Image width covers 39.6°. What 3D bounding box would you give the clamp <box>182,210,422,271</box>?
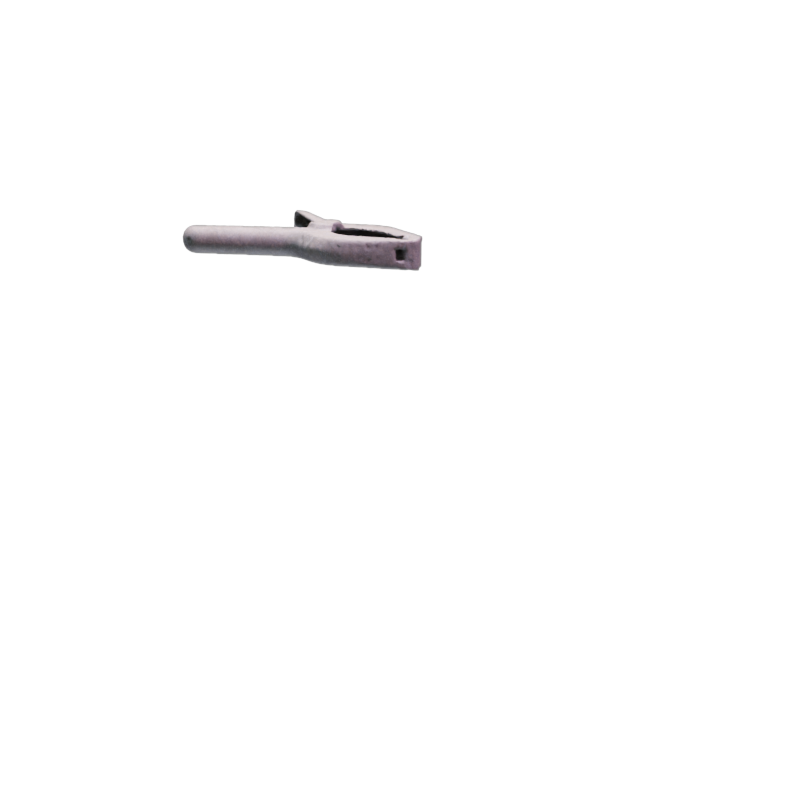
[{"bbox_3d":[-0.077,-0.140,0.979,0.222,0.035,0.161,16,24,42],"label":"clamp"}]
